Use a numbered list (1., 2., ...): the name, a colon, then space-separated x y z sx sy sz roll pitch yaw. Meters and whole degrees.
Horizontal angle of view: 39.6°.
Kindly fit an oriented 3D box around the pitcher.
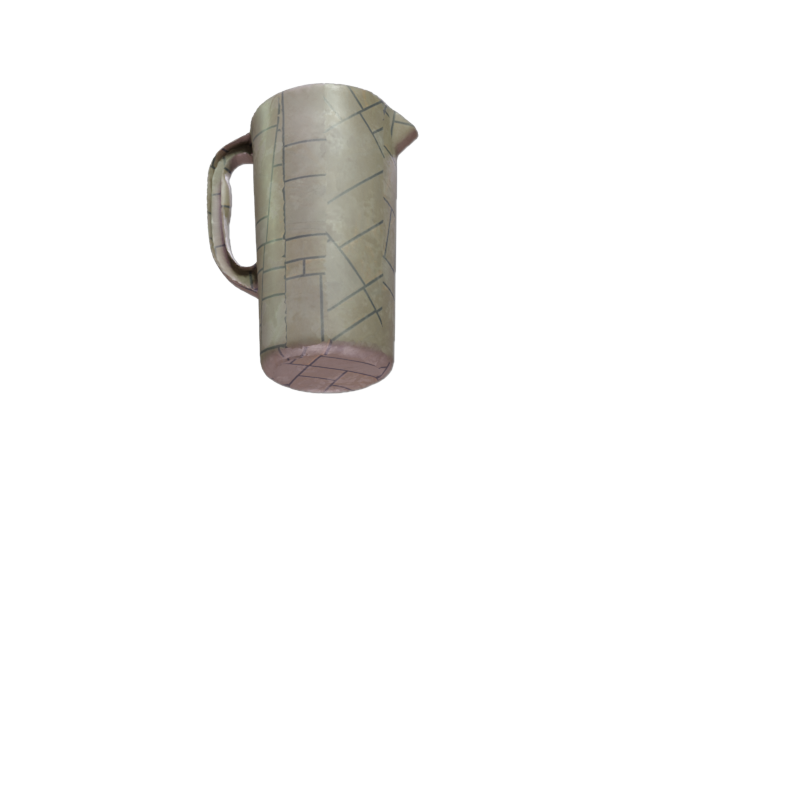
1. pitcher: -0.074 -0.134 0.941 0.138 0.257 0.148 15 -30 -32
